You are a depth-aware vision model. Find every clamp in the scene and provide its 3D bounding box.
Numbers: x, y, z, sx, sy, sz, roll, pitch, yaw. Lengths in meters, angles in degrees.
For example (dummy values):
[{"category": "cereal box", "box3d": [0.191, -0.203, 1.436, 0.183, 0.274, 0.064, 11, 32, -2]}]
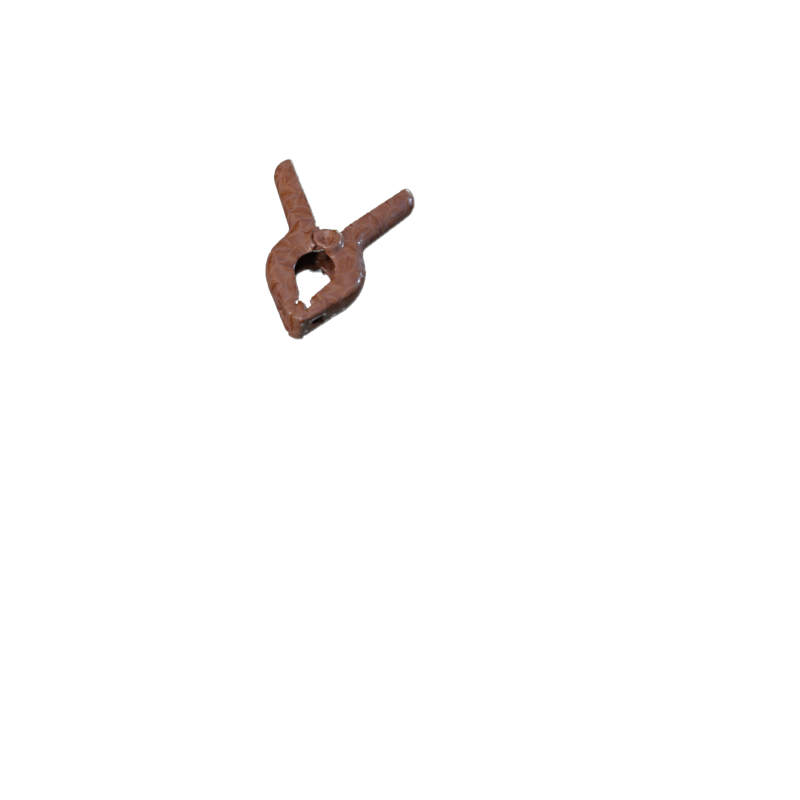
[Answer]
[{"category": "clamp", "box3d": [-0.070, -0.128, 0.895, 0.124, 0.179, 0.036, 17, -39, 13]}]
